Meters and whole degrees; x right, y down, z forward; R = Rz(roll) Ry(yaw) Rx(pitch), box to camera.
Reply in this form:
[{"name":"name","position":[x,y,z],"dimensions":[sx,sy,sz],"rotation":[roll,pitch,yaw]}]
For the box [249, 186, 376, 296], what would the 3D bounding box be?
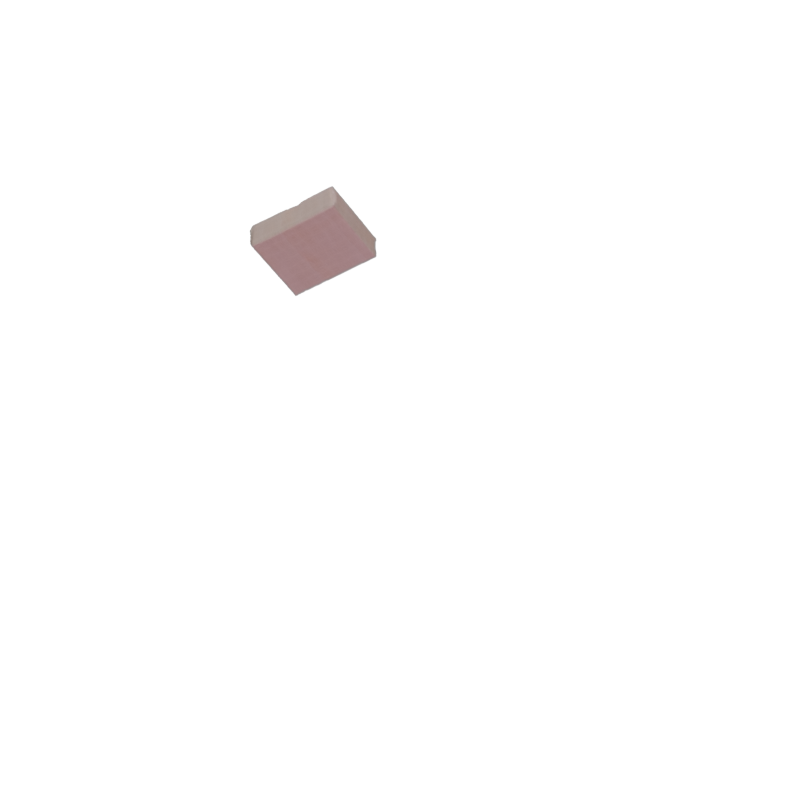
[{"name":"box","position":[-0.077,-0.140,0.981],"dimensions":[0.089,0.032,0.068],"rotation":[-23,-49,22]}]
